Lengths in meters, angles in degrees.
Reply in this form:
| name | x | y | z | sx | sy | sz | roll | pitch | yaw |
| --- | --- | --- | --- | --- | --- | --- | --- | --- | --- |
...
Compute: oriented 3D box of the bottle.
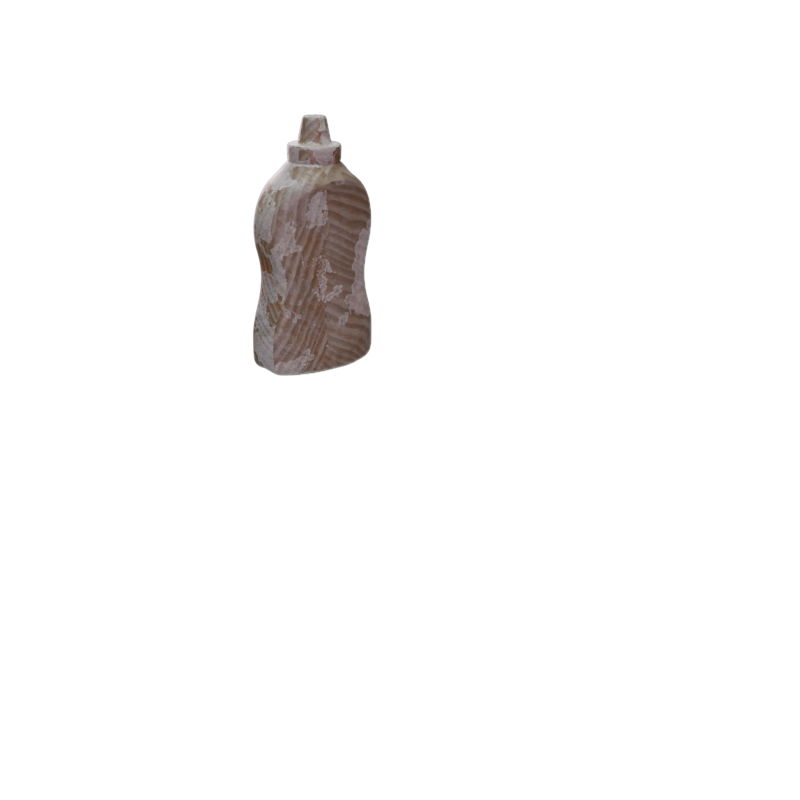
| name | x | y | z | sx | sy | sz | roll | pitch | yaw |
| --- | --- | --- | --- | --- | --- | --- | --- | --- | --- |
| bottle | -0.066 | -0.120 | 0.841 | 0.094 | 0.186 | 0.062 | -10 | 18 | -35 |
